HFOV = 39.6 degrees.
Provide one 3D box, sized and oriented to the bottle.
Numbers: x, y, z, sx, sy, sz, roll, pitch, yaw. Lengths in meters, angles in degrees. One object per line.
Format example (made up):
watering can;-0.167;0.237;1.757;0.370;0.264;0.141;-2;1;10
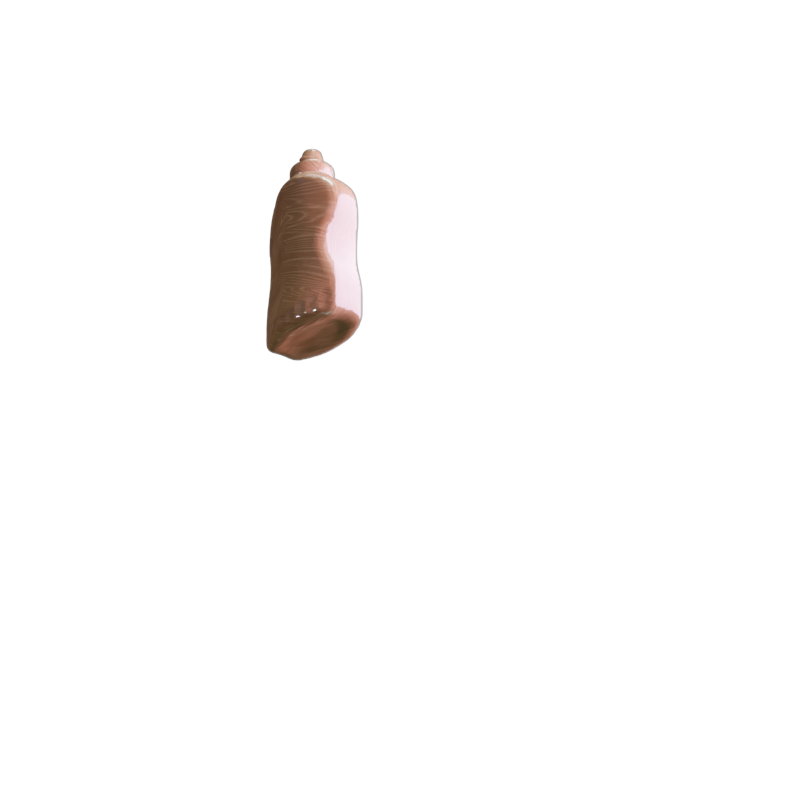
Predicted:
bottle;-0.076;-0.137;0.961;0.055;0.204;0.095;21;-38;-33
